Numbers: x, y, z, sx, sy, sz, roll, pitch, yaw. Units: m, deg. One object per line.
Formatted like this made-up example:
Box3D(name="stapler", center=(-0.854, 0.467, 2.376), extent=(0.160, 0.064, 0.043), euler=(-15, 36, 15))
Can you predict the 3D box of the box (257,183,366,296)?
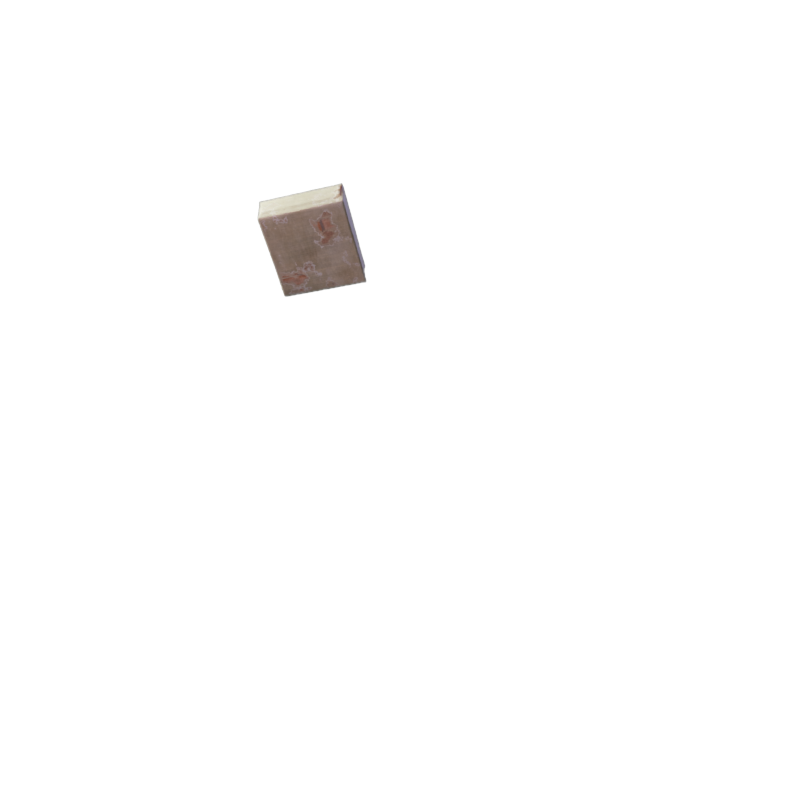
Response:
Box3D(name="box", center=(-0.073, -0.134, 0.937), extent=(0.073, 0.083, 0.032), euler=(-11, 38, 8))
